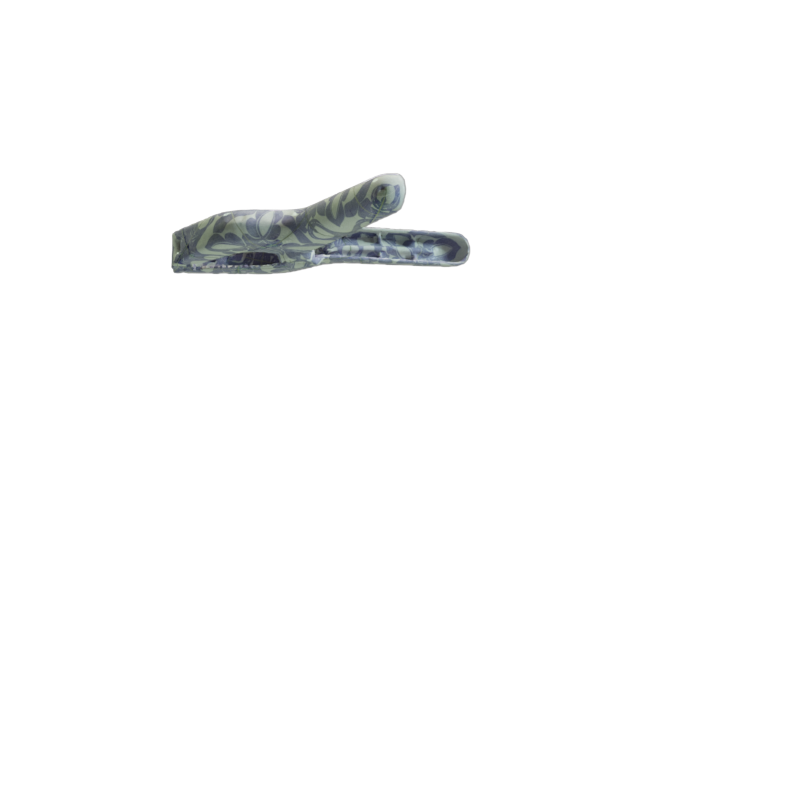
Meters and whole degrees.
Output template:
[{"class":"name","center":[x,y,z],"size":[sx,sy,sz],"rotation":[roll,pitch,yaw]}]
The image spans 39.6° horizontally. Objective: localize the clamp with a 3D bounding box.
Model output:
[{"class":"clamp","center":[-0.061,-0.111,0.778],"size":[0.215,0.038,0.155],"rotation":[-5,-10,27]}]
